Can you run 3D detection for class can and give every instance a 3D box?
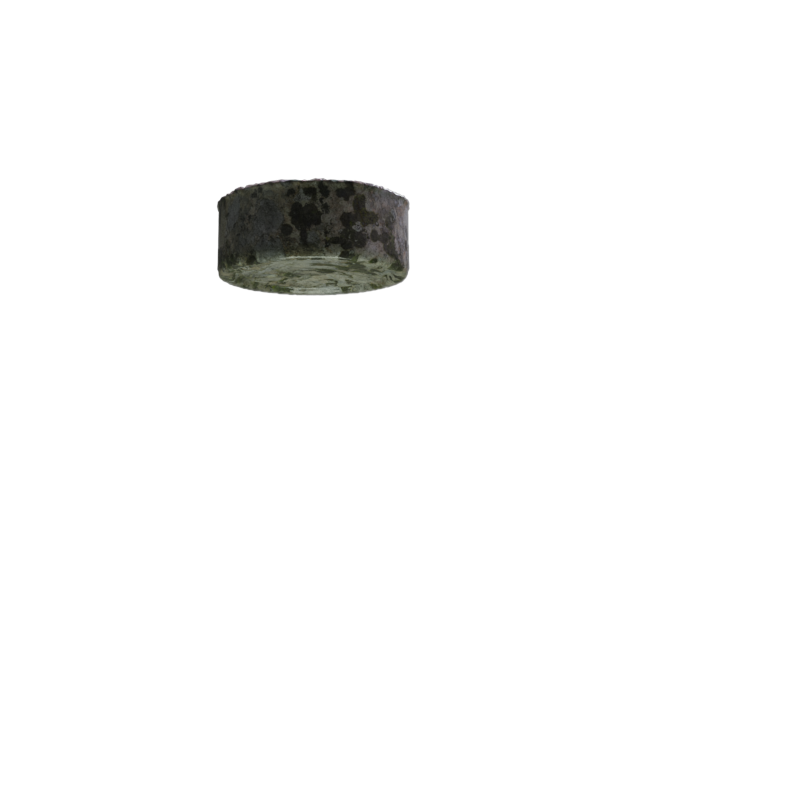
[{"bbox_3d":[-0.038,-0.070,0.491,0.086,0.034,0.084,0,-7,-2],"label":"can"}]
